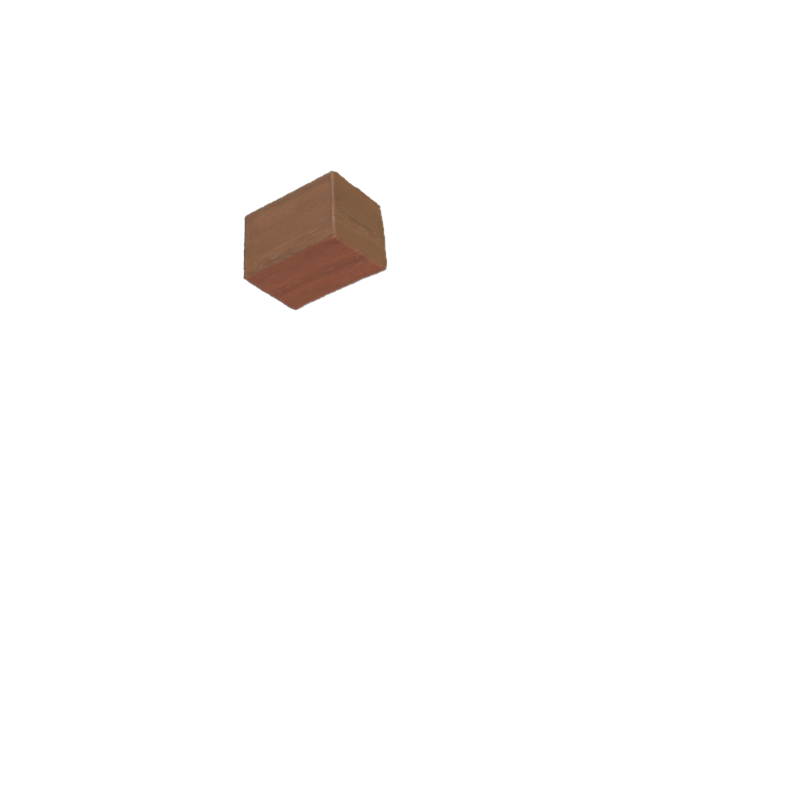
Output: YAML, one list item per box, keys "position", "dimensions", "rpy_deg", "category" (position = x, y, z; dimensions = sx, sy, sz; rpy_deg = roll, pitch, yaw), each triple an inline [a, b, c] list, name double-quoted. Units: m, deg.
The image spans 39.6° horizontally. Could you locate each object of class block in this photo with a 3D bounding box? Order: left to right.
- position: [-0.055, -0.101, 0.707]
  dimensions: [0.078, 0.055, 0.049]
  rpy_deg: [-21, -36, 31]
  category: "block"
